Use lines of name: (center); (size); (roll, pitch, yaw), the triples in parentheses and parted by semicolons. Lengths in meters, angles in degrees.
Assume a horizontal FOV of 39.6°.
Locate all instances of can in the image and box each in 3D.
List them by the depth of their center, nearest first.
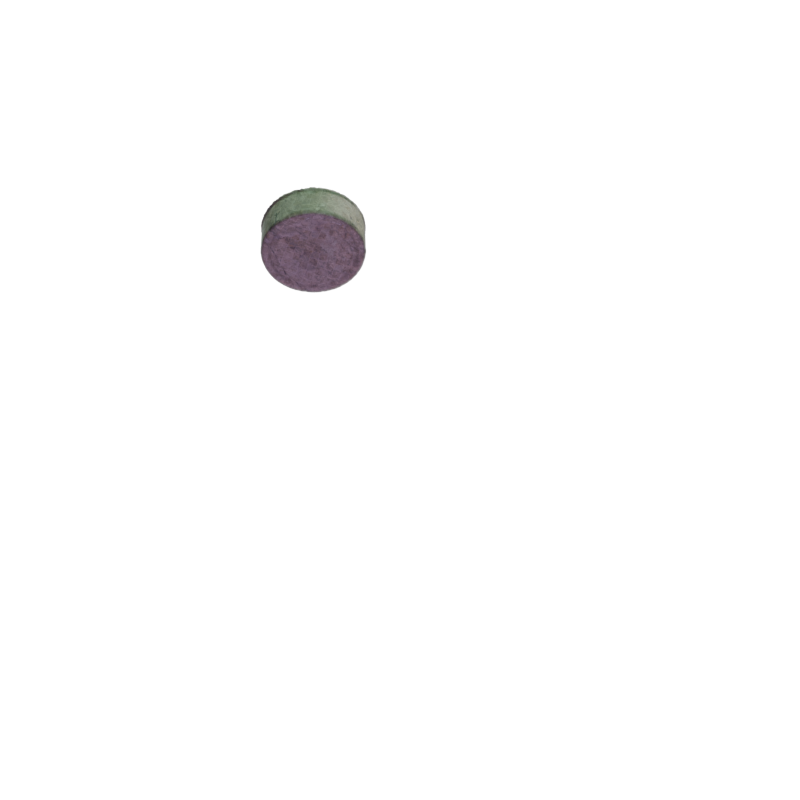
can: (-0.070, -0.128, 0.897); (0.086, 0.080, 0.036); (1, 43, -1)
